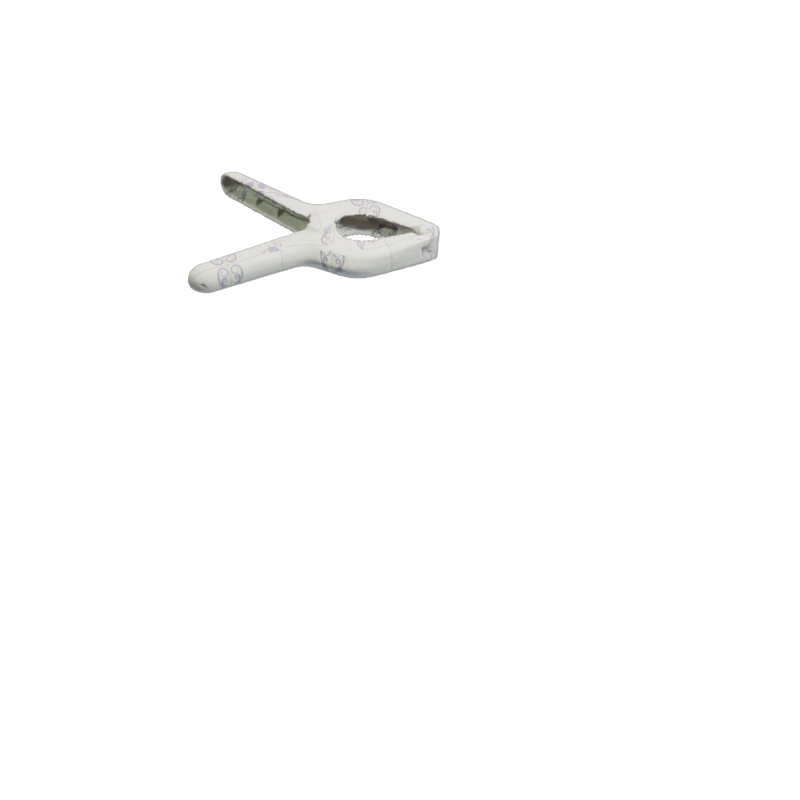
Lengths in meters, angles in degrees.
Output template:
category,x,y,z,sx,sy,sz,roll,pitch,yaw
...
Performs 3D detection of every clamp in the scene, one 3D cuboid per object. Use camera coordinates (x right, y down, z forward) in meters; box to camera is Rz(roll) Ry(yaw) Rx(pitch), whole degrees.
category,x,y,z,sx,sy,sz,roll,pitch,yaw
clamp,-0.074,-0.135,0.948,0.213,0.034,0.174,8,42,9
